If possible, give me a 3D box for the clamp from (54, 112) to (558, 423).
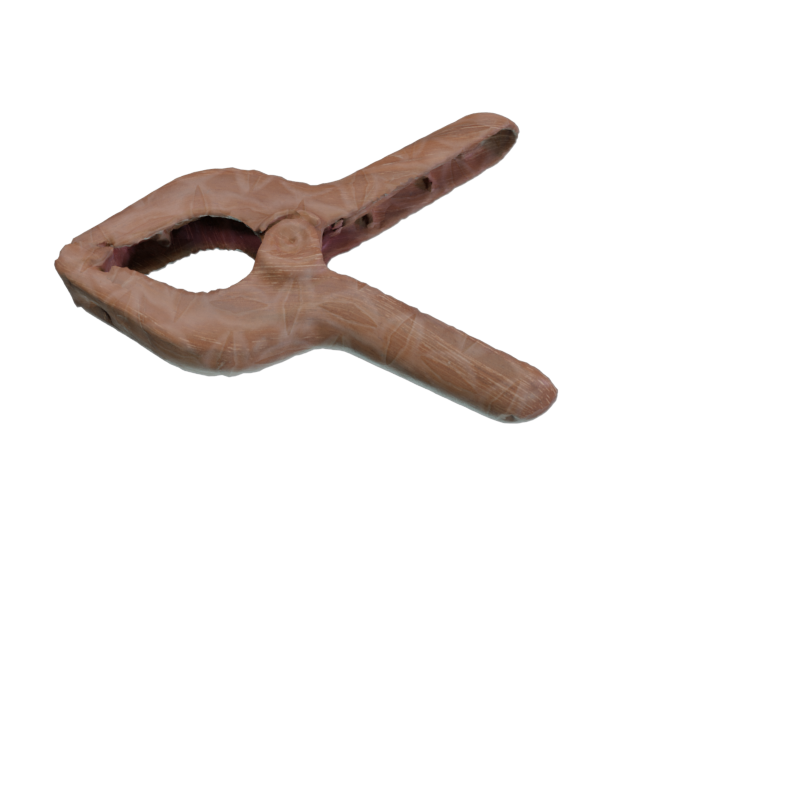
[{"bbox_3d":[-0.031,-0.056,0.391,0.173,0.128,0.037,6,-35,4],"label":"clamp"}]
